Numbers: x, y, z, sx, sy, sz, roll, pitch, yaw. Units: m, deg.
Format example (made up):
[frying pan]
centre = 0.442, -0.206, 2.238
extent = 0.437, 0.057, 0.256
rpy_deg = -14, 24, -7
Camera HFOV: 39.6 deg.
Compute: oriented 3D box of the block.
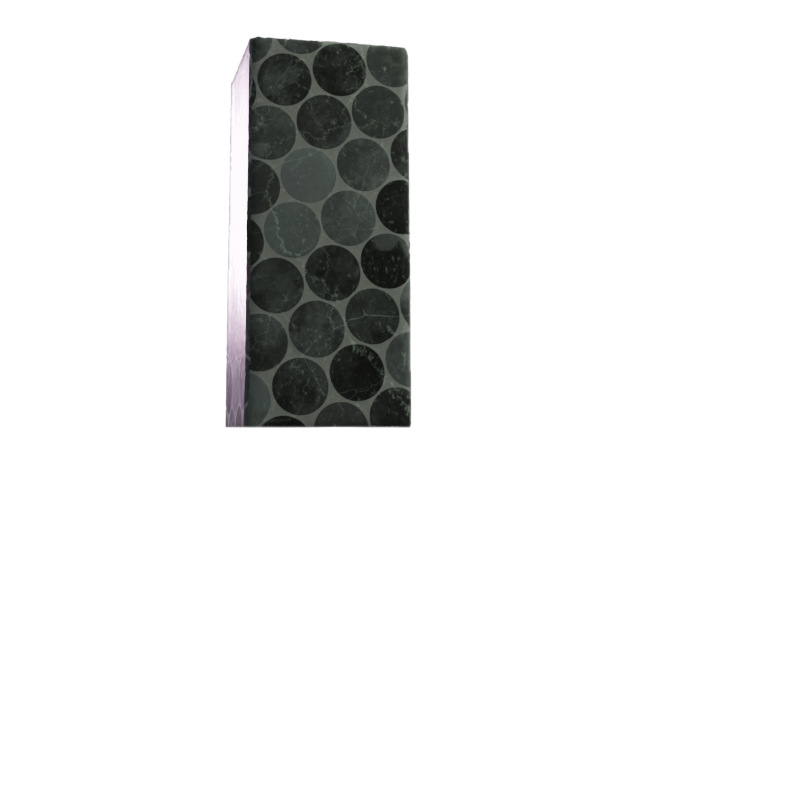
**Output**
[block]
centre = -0.048, -0.089, 0.624
extent = 0.088, 0.211, 0.090
rpy_deg = 1, -8, -14
